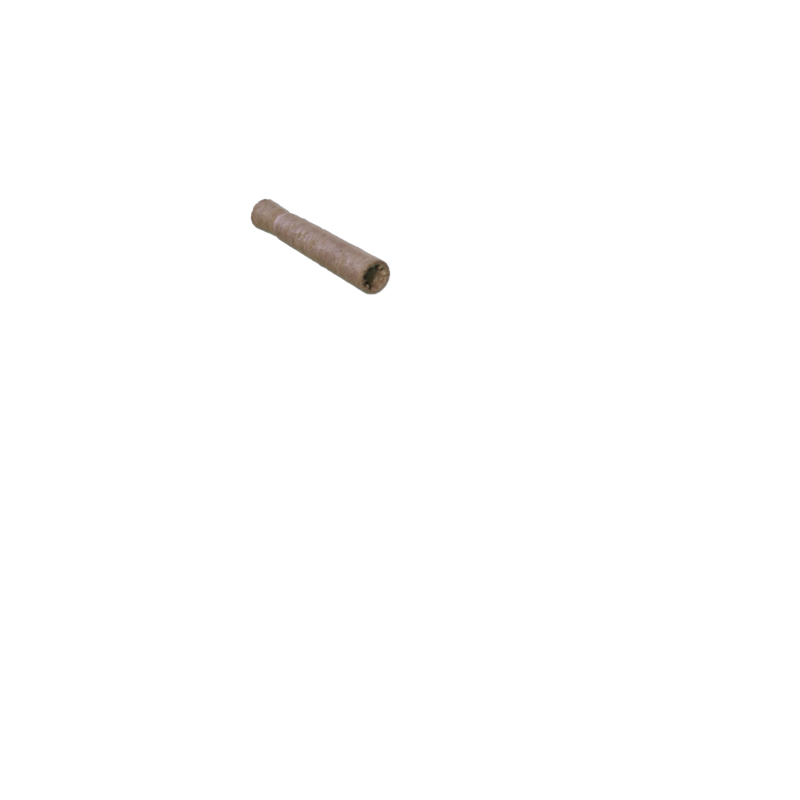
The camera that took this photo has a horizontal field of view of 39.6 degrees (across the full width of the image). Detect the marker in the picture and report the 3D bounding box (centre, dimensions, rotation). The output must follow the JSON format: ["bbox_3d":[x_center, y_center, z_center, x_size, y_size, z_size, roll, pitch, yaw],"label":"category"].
[{"bbox_3d":[-0.047,-0.086,0.604,0.019,0.019,0.130,-3,24,-35],"label":"marker"}]
